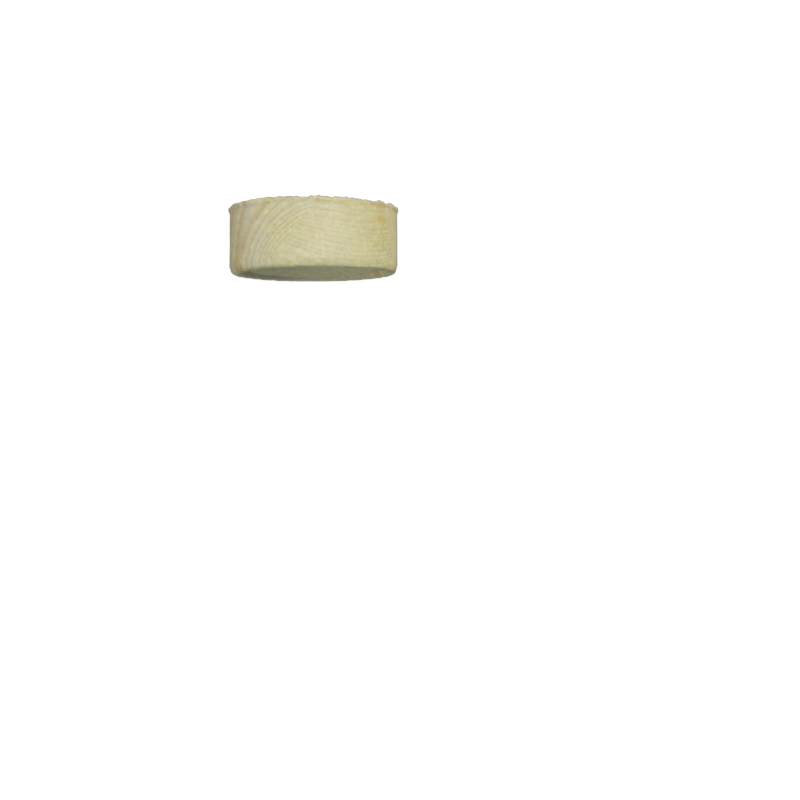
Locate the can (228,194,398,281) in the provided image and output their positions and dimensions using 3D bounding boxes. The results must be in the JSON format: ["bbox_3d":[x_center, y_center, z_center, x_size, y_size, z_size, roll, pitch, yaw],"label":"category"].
[{"bbox_3d":[-0.044,-0.080,0.558,0.086,0.034,0.085,0,0,-2],"label":"can"}]
